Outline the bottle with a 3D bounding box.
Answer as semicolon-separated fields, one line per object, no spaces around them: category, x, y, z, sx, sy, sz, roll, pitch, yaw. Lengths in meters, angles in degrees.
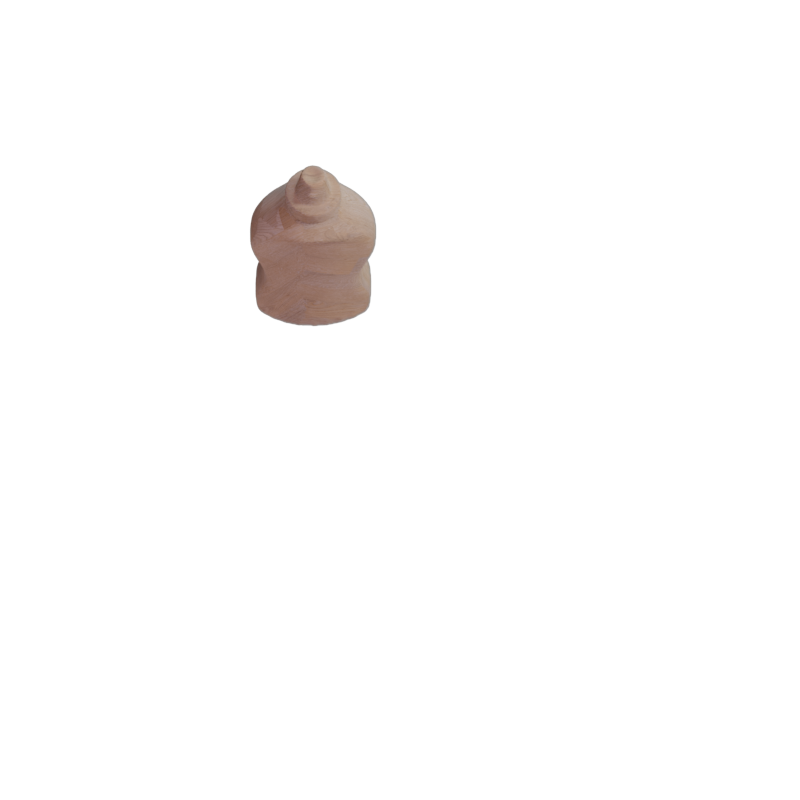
bottle;-0.067;-0.122;0.859;0.096;0.062;0.181;3;-24;-2
